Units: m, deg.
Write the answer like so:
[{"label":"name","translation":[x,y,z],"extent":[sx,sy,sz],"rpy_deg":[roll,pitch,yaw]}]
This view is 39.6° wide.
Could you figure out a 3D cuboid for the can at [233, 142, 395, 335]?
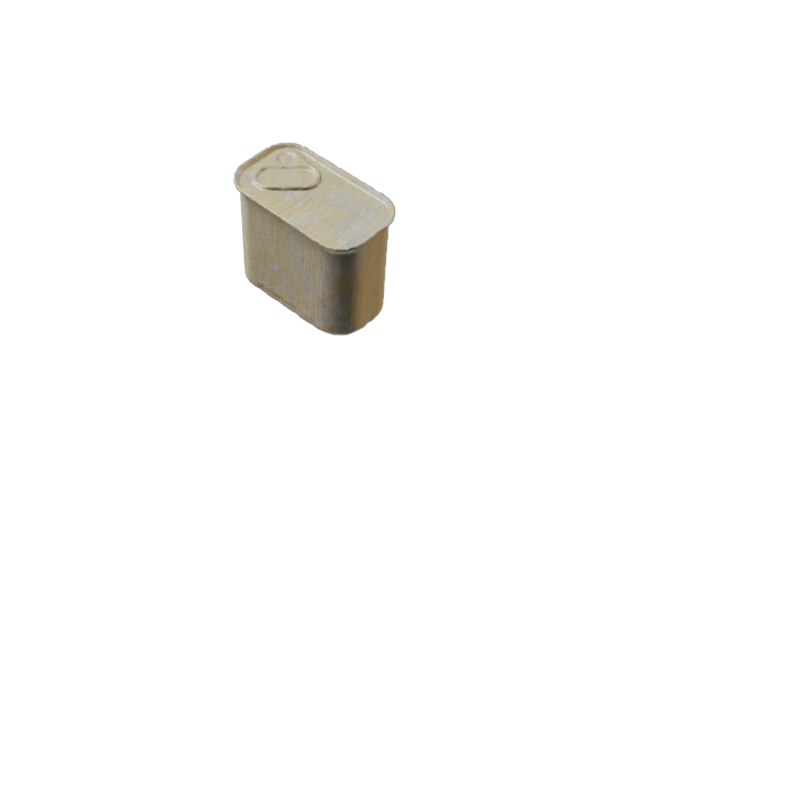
[{"label":"can","translation":[-0.054,-0.099,0.694],"extent":[0.108,0.078,0.058],"rpy_deg":[35,56,26]}]
